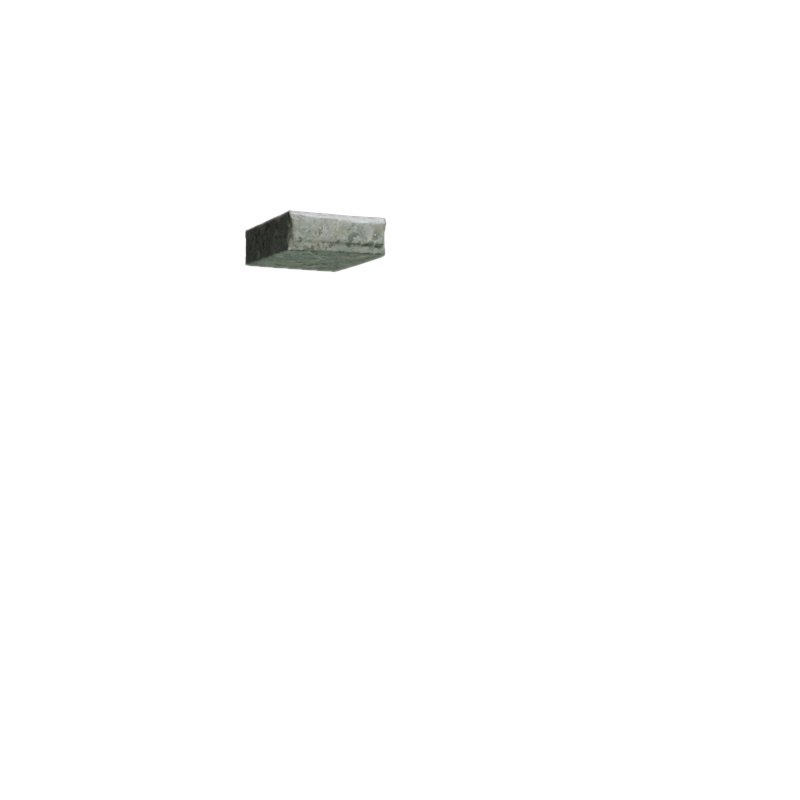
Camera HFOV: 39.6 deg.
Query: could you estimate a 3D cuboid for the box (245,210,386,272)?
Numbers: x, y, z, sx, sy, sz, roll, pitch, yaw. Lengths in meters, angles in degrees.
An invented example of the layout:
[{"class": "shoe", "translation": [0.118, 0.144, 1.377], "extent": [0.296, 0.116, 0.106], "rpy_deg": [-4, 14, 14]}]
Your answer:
[{"class": "box", "translation": [-0.061, -0.112, 0.781], "extent": [0.071, 0.031, 0.091], "rpy_deg": [1, -3, -25]}]
